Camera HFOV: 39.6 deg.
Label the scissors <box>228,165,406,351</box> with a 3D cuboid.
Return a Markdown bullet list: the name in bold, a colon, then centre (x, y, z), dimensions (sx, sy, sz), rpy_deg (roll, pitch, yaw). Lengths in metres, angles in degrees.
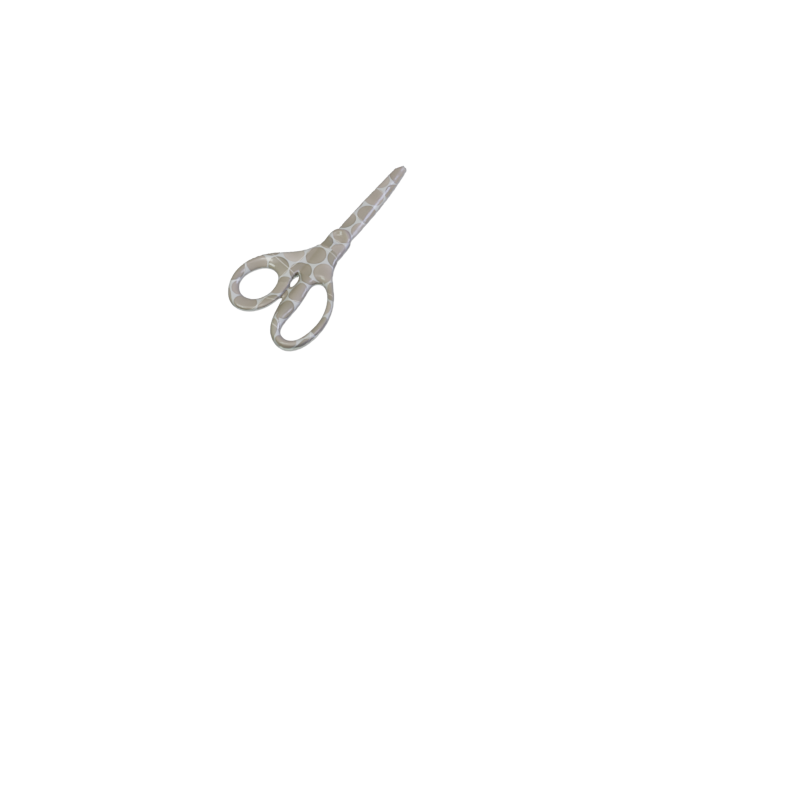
- **scissors**: centre (-0.072, -0.132, 0.922), dimensions (0.098, 0.210, 0.015), rpy_deg (17, -29, 10)
